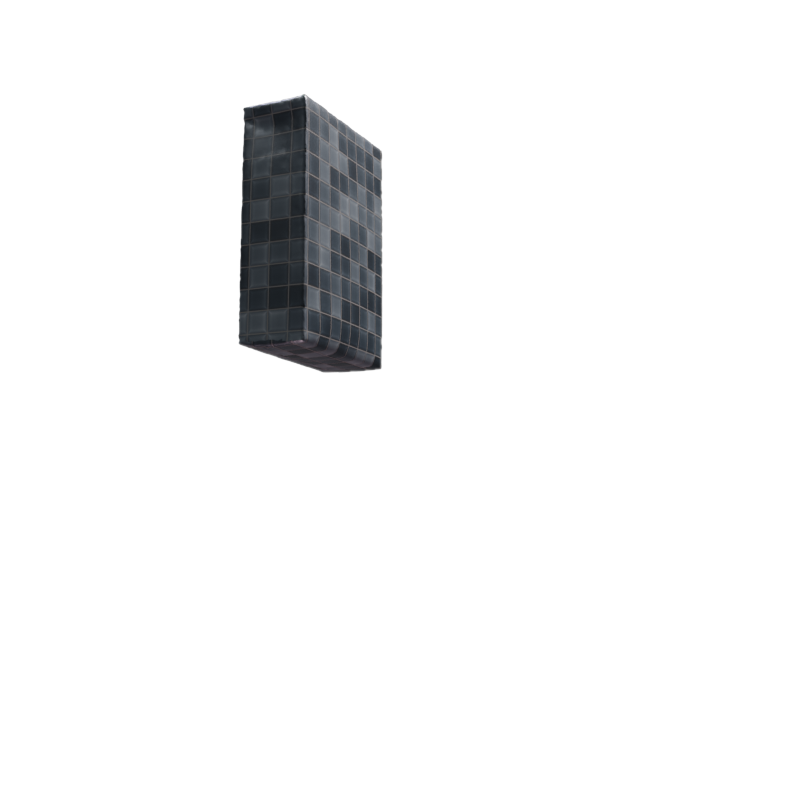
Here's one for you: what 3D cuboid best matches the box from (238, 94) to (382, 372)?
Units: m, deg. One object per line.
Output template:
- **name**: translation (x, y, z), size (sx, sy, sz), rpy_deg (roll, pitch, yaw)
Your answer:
- **box**: translation (-0.077, -0.141, 0.986), size (0.073, 0.221, 0.155), rpy_deg (-7, -13, 23)
